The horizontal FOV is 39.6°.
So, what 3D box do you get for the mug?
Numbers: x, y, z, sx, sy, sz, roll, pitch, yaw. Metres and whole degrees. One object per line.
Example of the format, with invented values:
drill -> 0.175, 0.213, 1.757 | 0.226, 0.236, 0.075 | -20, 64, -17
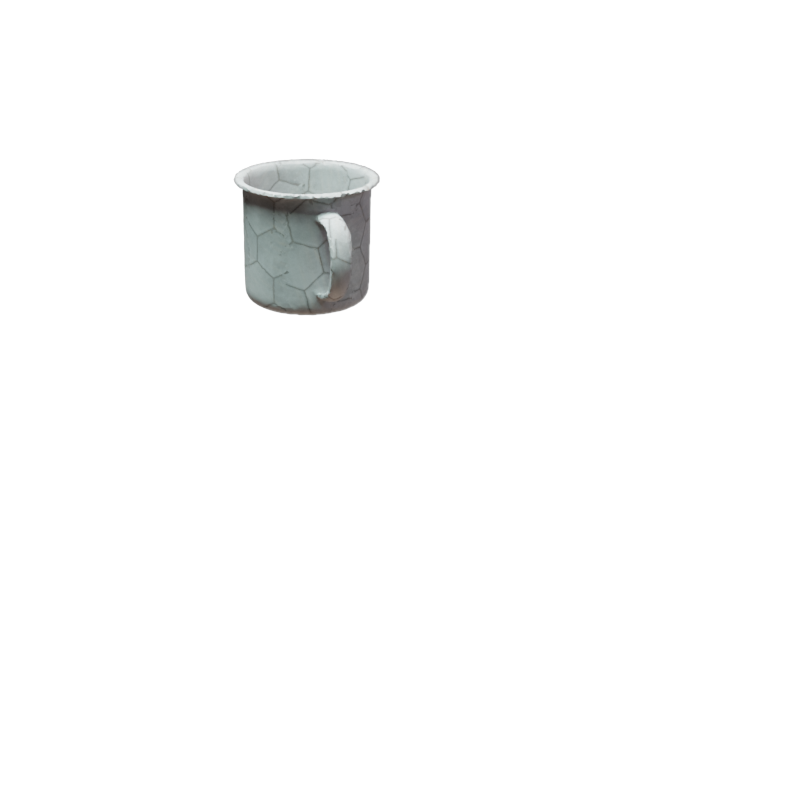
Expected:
mug -> -0.055, -0.101, 0.708 | 0.091, 0.078, 0.125 | -9, 25, -21
